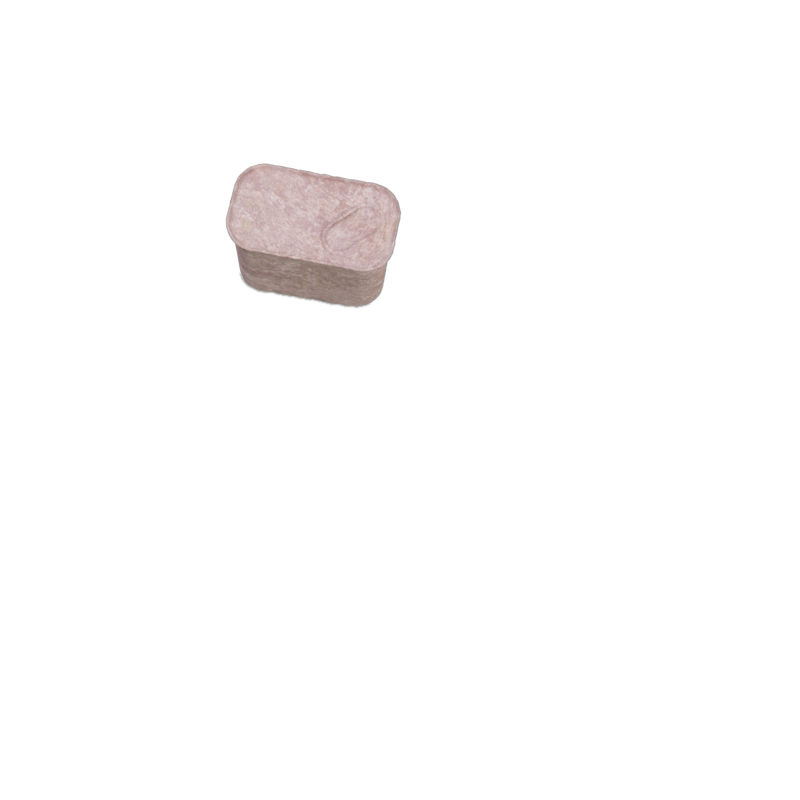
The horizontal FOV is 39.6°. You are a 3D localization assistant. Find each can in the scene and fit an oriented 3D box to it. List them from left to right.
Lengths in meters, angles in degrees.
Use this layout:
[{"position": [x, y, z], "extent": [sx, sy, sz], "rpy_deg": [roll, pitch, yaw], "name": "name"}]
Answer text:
[{"position": [-0.054, -0.100, 0.697], "extent": [0.102, 0.060, 0.080], "rpy_deg": [11, -17, 2], "name": "can"}]
